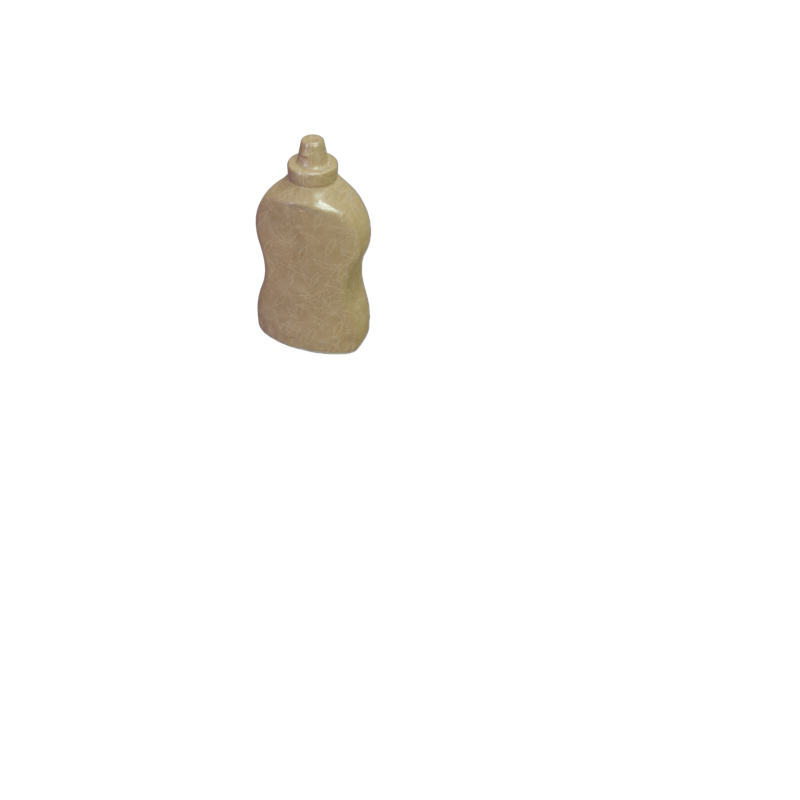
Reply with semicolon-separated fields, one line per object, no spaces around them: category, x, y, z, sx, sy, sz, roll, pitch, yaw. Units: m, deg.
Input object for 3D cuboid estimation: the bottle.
bottle;-0.072;-0.131;0.921;0.099;0.180;0.060;16;36;18
